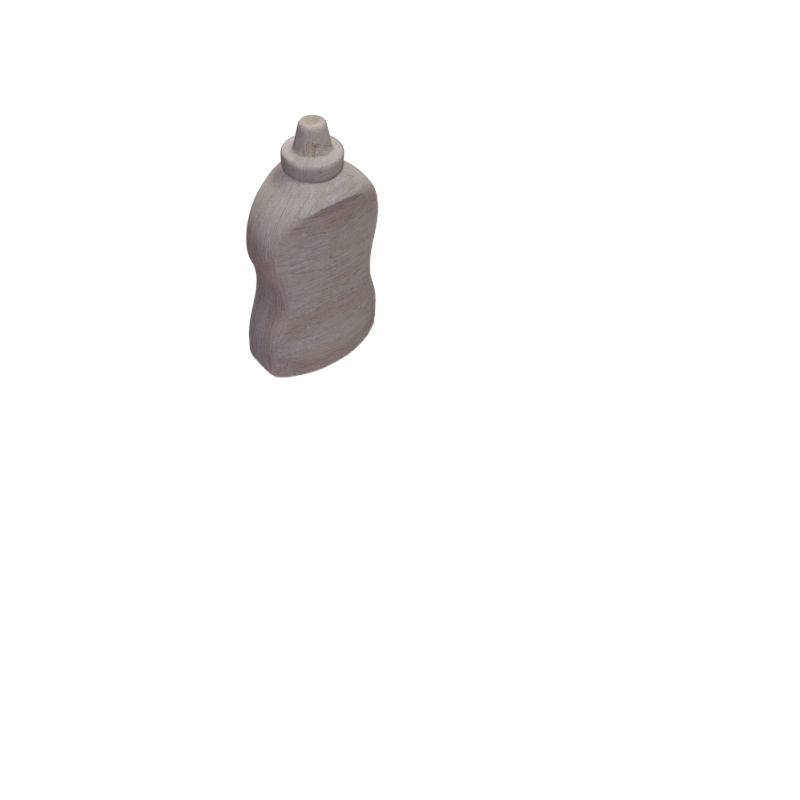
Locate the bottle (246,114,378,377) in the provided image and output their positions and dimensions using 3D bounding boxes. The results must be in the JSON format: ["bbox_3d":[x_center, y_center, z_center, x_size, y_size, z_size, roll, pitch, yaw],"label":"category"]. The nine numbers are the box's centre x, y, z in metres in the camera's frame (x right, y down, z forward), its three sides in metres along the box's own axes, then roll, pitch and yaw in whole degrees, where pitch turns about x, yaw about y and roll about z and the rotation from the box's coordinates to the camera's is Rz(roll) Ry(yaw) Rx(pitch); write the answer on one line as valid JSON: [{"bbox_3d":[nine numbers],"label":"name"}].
[{"bbox_3d":[-0.059,-0.107,0.751,0.096,0.179,0.063,-26,50,-28],"label":"bottle"}]
